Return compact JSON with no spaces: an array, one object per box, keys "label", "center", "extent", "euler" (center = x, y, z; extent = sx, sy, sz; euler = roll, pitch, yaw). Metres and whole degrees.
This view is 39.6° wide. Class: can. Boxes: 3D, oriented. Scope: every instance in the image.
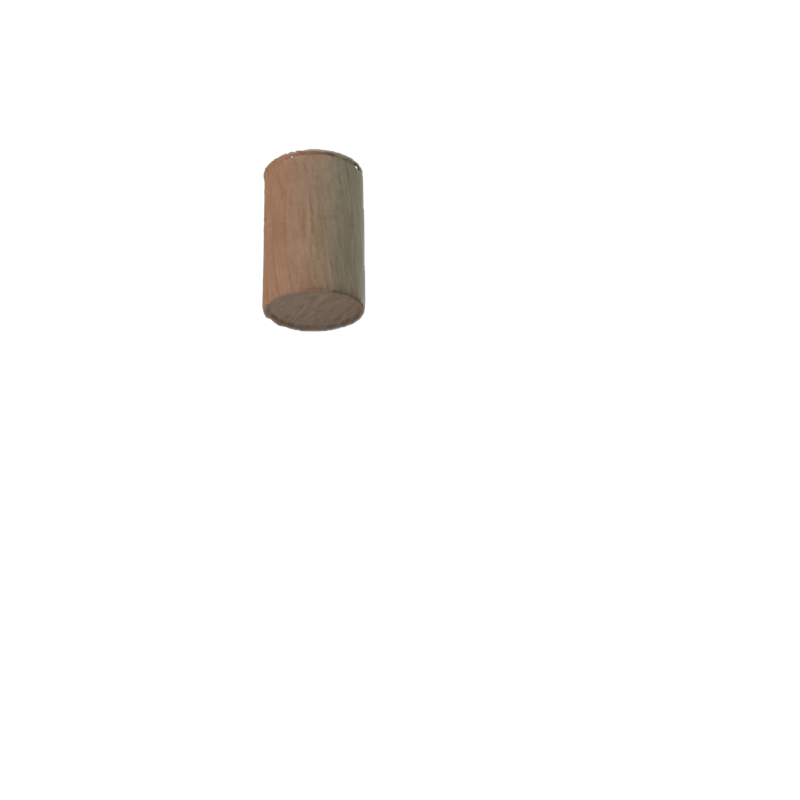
[{"label":"can","center":[-0.057,-0.104,0.730],"extent":[0.068,0.108,0.065],"euler":[0,-24,-2]}]
